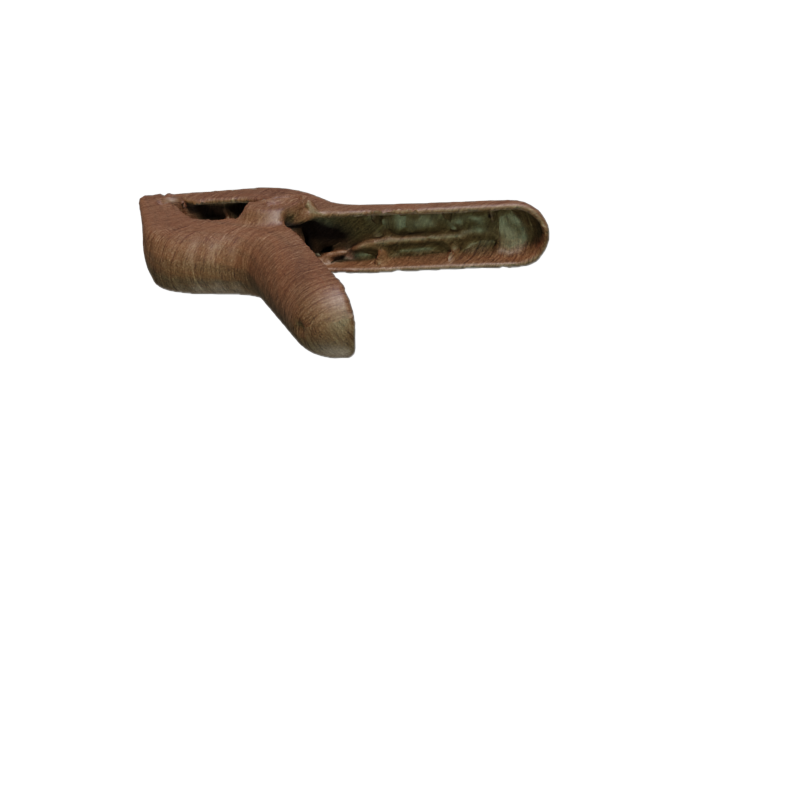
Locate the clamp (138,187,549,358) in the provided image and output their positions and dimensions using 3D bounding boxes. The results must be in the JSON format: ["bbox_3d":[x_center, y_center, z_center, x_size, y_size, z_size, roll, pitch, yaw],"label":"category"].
[{"bbox_3d":[-0.033,-0.061,0.426,0.118,0.038,0.182,-16,27,-36],"label":"clamp"}]
